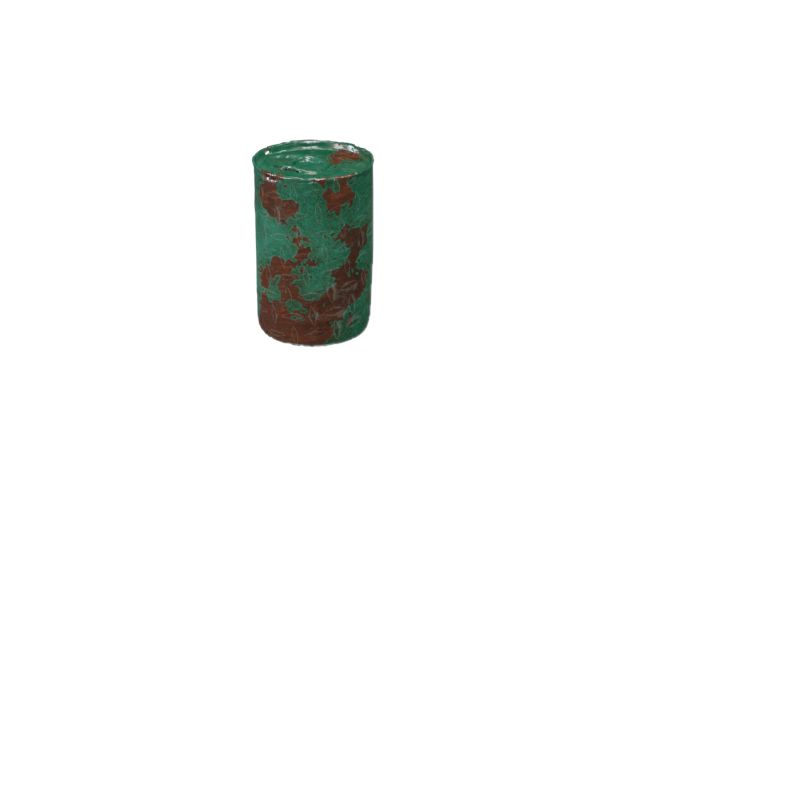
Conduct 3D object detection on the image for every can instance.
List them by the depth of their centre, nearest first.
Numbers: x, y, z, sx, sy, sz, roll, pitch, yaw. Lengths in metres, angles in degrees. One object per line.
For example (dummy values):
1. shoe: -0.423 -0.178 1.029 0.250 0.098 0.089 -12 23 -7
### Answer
1. can: -0.050 -0.091 0.634 0.068 0.097 0.072 0 26 -2
